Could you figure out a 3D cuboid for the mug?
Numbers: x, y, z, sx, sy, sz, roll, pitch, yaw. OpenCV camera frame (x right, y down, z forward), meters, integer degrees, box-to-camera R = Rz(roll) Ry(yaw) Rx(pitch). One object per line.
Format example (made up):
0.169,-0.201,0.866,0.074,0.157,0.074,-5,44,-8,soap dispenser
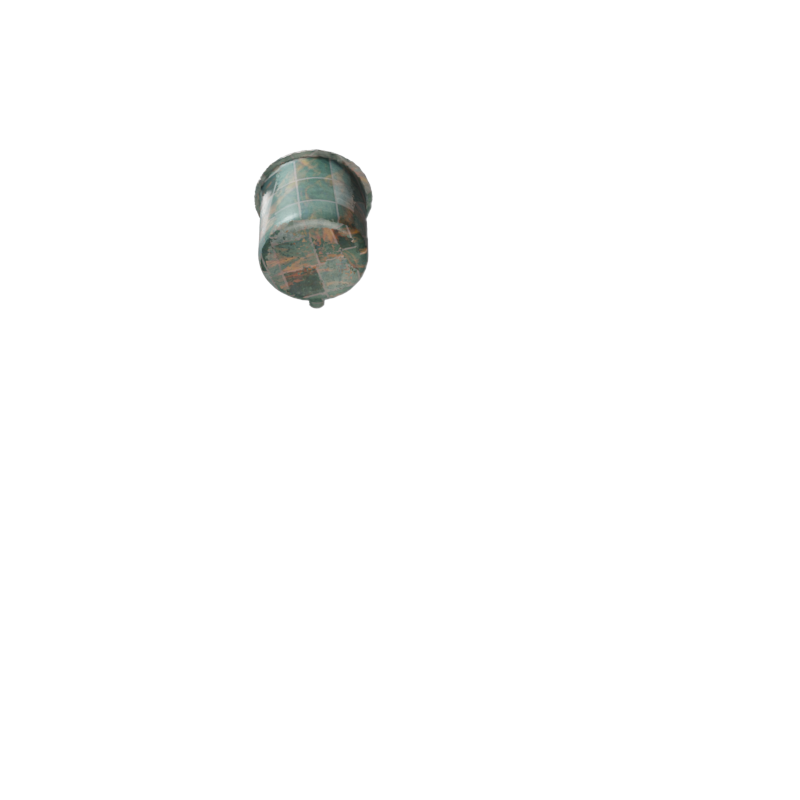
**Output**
-0.066,-0.121,0.849,0.093,0.109,0.087,1,41,-3,mug
